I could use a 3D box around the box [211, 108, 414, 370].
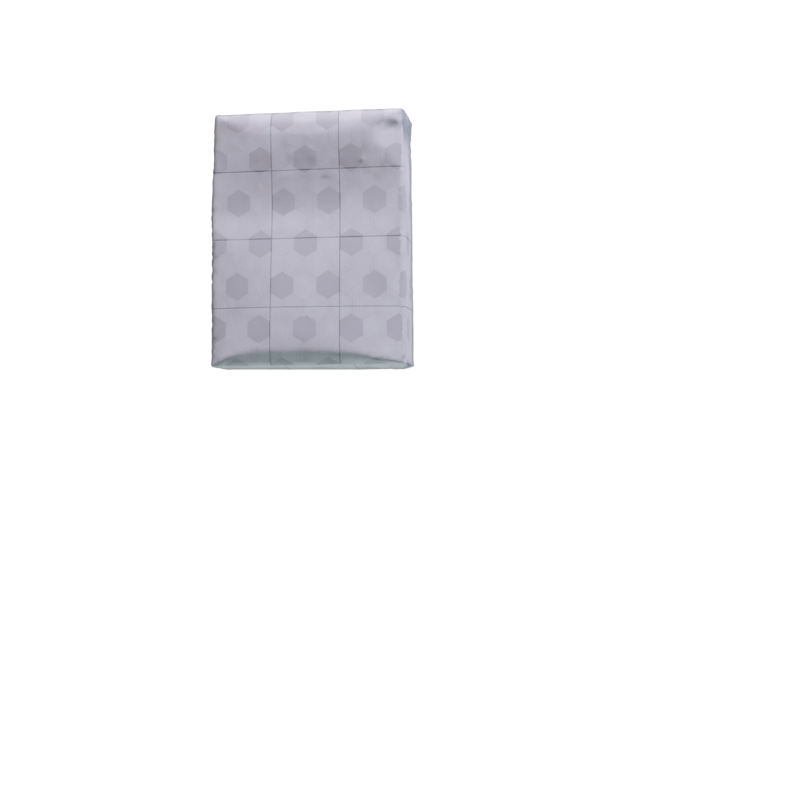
[{"bbox_3d":[-0.073,-0.133,0.932,0.166,0.217,0.070,-1,-6,9],"label":"box"}]
